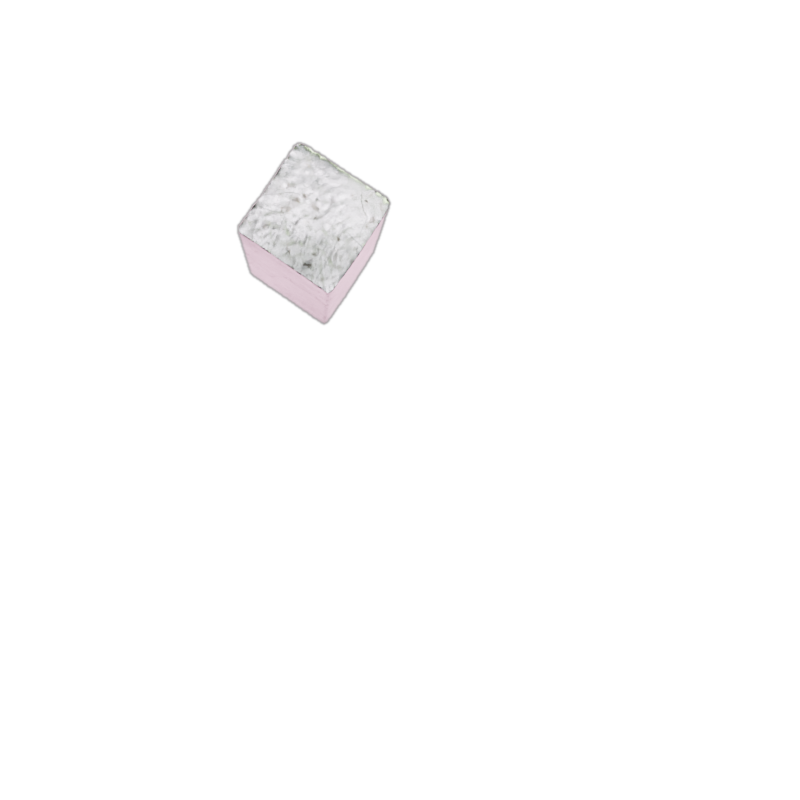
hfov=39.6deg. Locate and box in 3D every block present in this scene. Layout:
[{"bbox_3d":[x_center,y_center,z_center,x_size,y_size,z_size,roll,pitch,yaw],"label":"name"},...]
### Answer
[{"bbox_3d":[-0.074,-0.137,0.958,0.091,0.091,0.203,34,-6,-1],"label":"block"}]
